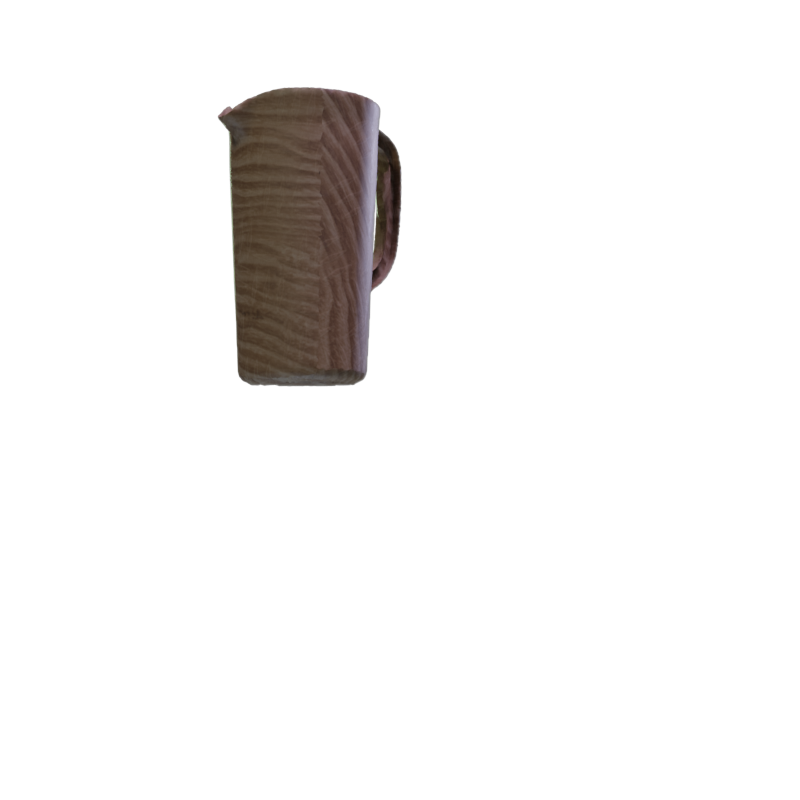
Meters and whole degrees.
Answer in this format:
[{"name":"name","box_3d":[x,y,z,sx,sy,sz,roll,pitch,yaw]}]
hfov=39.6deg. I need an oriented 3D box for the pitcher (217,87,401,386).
[{"name":"pitcher","box_3d":[-0.074,-0.135,0.945,0.150,0.248,0.141,-1,-7,4]}]
